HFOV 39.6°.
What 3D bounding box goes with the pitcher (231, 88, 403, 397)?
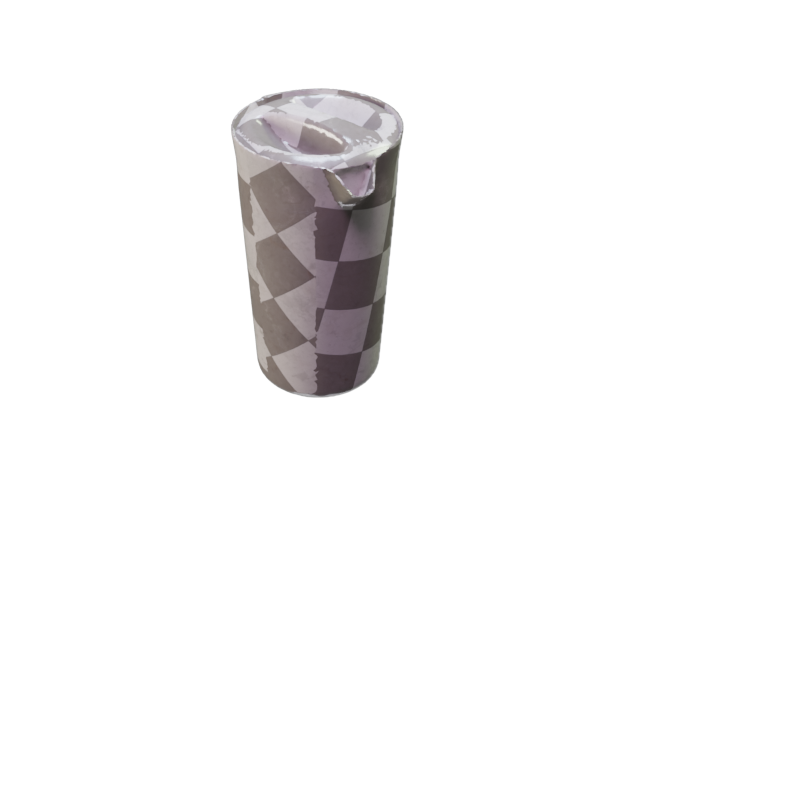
[{"bbox_3d":[-0.072,-0.132,0.923,0.149,0.227,0.155,12,37,13],"label":"pitcher"}]
